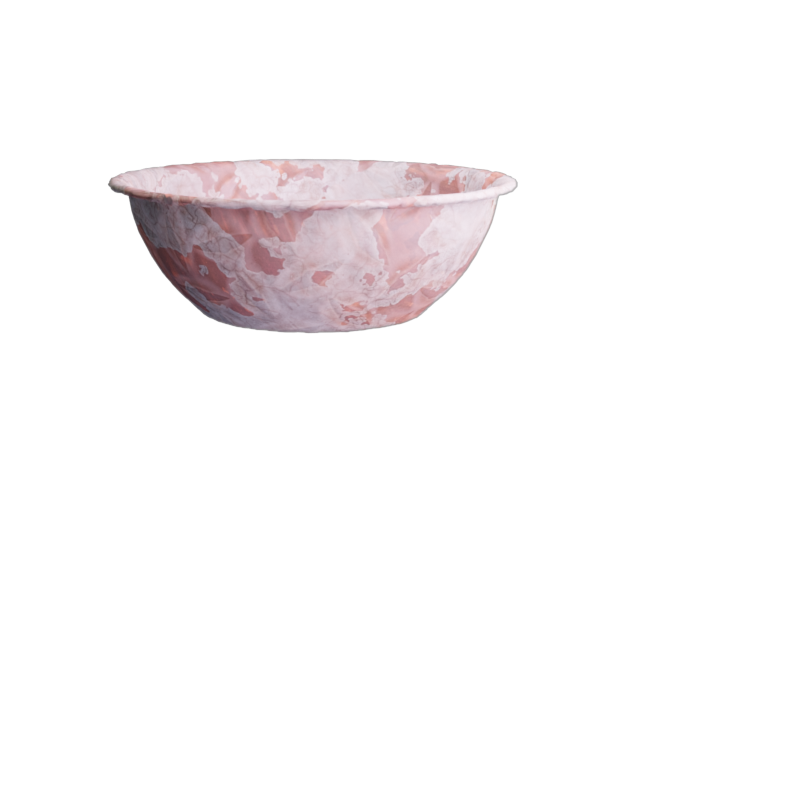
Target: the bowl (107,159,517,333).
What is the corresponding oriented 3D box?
[{"bbox_3d":[-0.035,-0.064,0.447,0.162,0.053,0.167,-1,16,-2],"label":"bowl"}]
